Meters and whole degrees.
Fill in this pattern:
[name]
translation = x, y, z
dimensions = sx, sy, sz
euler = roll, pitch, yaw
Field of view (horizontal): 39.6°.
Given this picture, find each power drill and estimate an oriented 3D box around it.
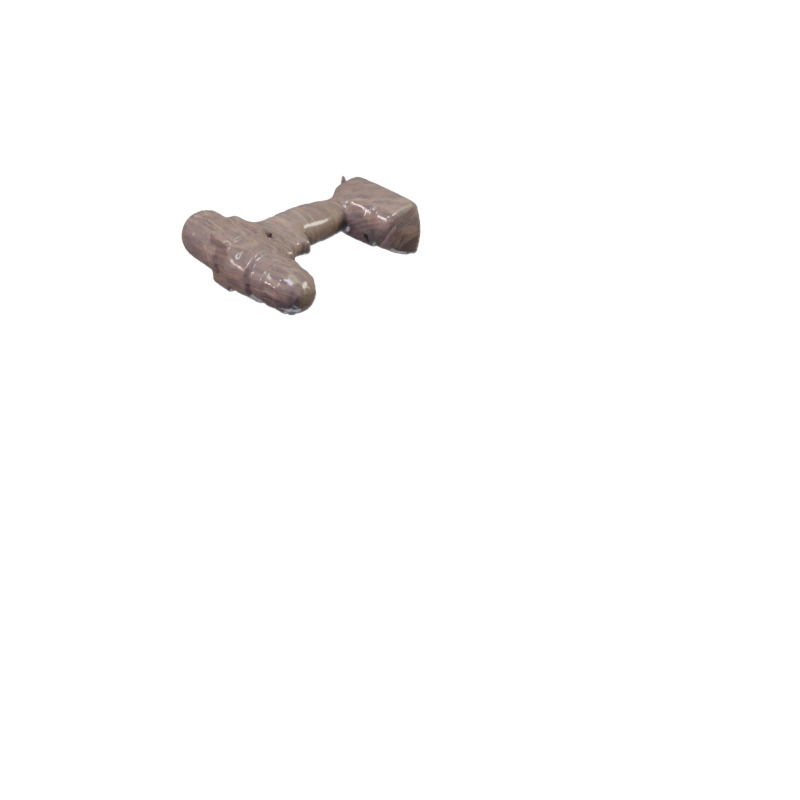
[power drill]
translation = -0.077, -0.140, 0.981
dimensions = 0.185, 0.054, 0.198
euler = -19, 35, -30
